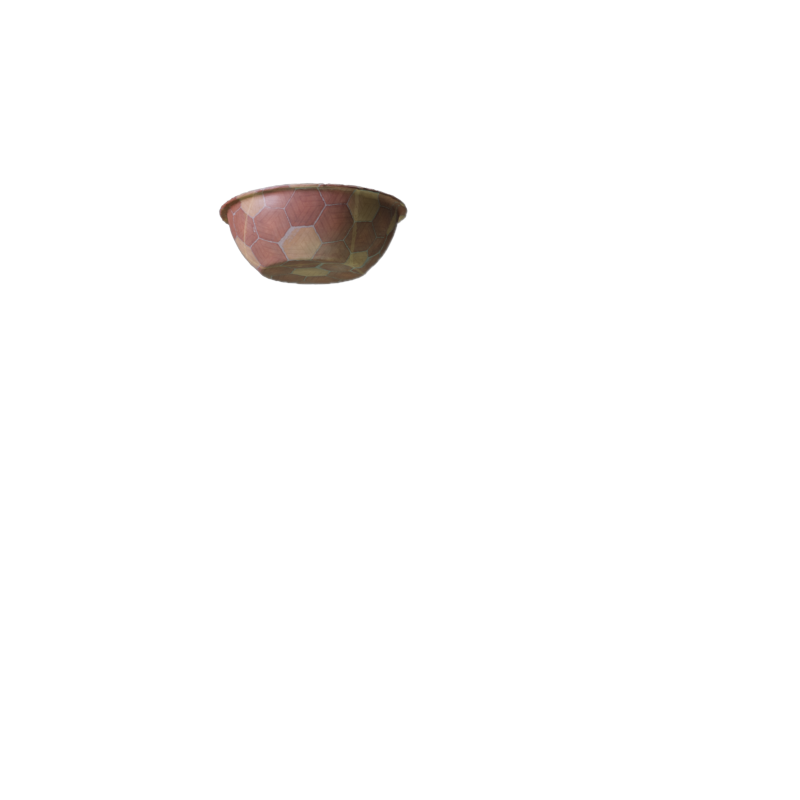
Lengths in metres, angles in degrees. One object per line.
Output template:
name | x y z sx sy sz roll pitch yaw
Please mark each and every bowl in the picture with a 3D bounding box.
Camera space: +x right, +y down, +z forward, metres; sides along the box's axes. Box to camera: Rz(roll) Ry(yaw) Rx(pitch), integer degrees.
bowl | -0.074 -0.135 0.946 0.162 0.057 0.158 0 -8 -2
